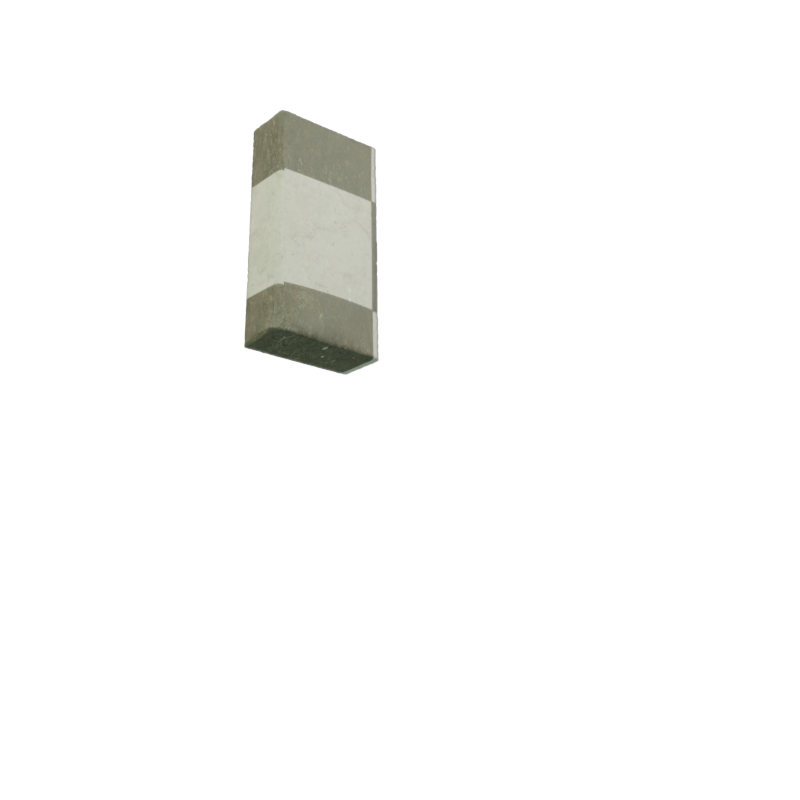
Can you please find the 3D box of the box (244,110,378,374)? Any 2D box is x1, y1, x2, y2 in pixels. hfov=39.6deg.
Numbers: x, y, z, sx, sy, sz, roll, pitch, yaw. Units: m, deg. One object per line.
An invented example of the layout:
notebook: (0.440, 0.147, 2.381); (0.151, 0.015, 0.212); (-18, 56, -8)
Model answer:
box: (-0.063, -0.115, 0.810); (0.088, 0.187, 0.048); (18, -33, -34)
